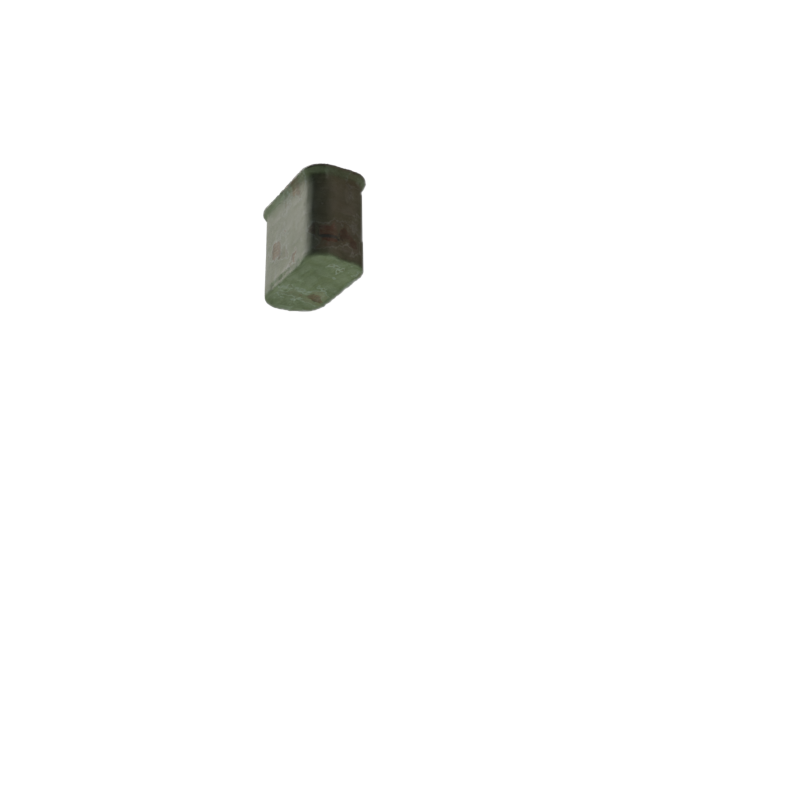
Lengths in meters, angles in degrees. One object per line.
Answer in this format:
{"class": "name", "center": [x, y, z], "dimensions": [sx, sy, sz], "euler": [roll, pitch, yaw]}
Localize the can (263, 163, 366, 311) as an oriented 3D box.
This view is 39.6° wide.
{"class": "can", "center": [-0.070, -0.128, 0.895], "dimensions": [0.055, 0.089, 0.100], "euler": [14, -29, -28]}
